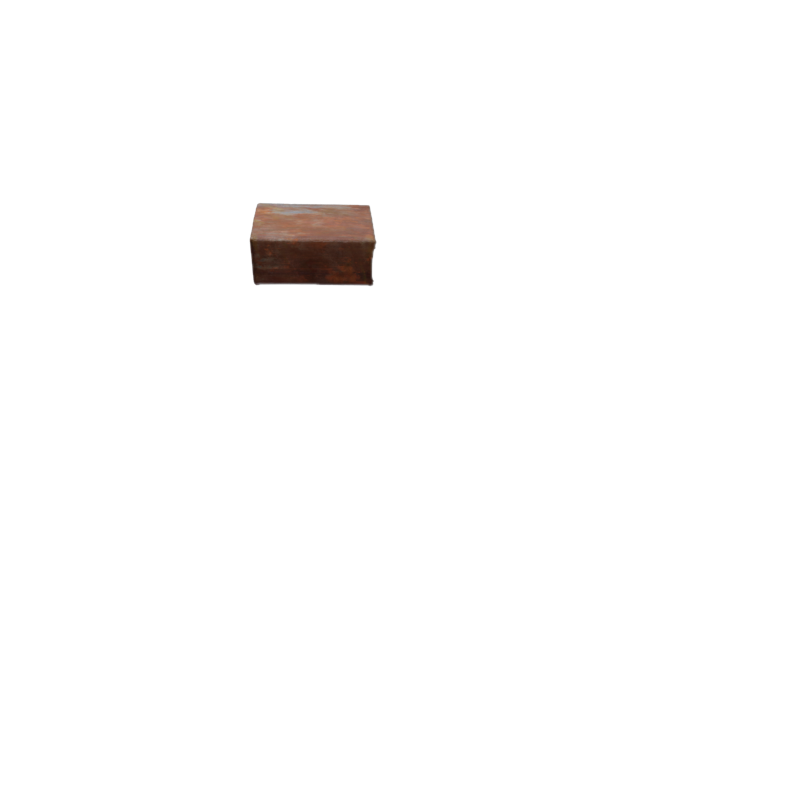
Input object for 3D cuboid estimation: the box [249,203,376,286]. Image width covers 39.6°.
[{"bbox_3d":[-0.065,-0.119,0.831,0.090,0.037,0.119,-1,24,-2],"label":"box"}]
